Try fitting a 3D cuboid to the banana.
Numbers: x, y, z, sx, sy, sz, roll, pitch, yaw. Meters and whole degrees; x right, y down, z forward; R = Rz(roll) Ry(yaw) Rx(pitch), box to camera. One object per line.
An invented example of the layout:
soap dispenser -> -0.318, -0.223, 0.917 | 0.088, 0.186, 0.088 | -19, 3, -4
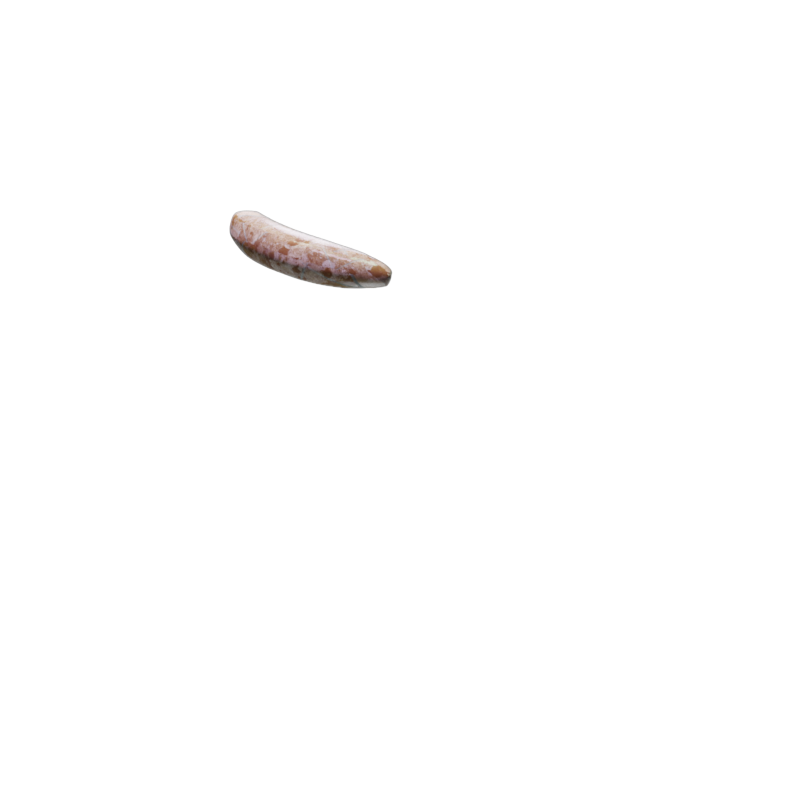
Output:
banana -> -0.090, -0.130, 0.923 | 0.068, 0.035, 0.211 | -16, 30, -31
